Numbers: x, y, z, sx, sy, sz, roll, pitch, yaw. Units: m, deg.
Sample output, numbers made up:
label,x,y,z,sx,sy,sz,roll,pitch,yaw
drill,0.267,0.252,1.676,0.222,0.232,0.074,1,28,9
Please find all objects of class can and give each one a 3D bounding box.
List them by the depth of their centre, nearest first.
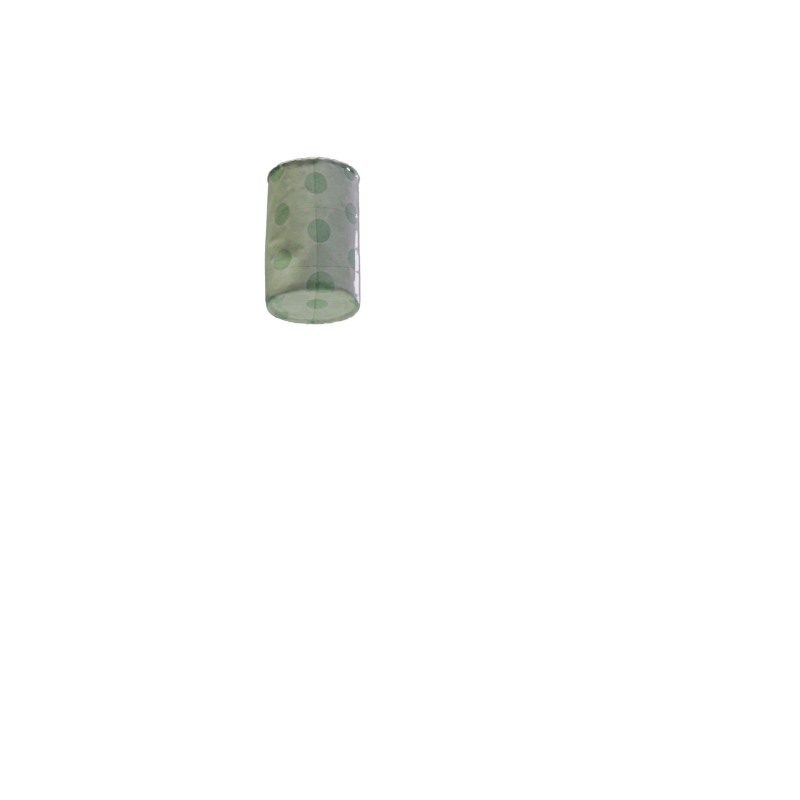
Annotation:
label,x,y,z,sx,sy,sz,roll,pitch,yaw
can,-0.062,-0.113,0.789,0.068,0.108,0.065,0,-22,-2
